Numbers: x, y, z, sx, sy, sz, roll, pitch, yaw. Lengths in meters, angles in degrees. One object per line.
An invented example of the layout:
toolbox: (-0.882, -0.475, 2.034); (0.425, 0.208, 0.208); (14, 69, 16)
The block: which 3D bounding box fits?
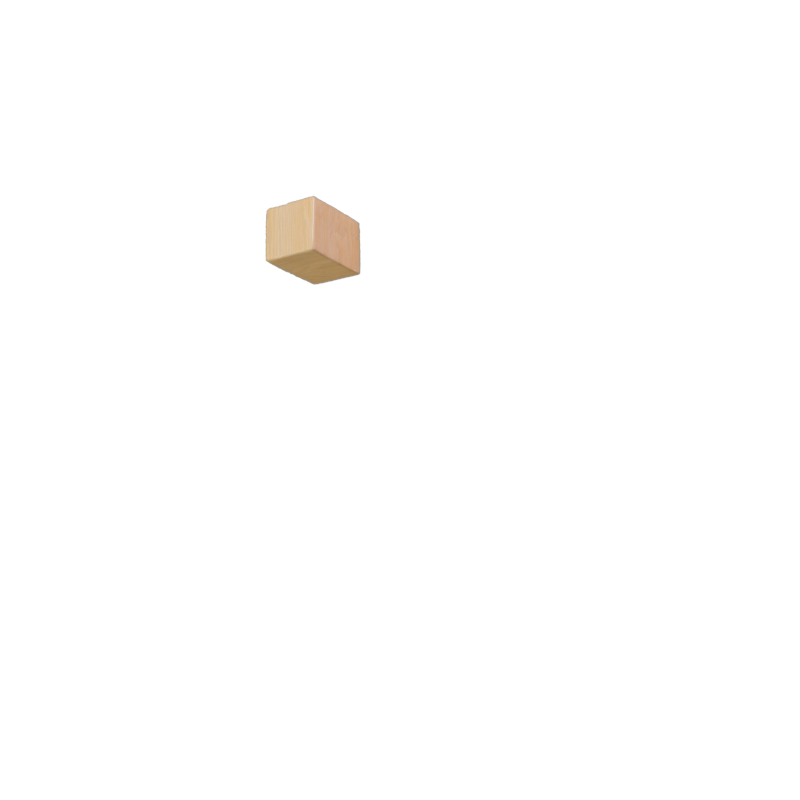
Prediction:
block: (-0.077, -0.141, 0.989); (0.054, 0.054, 0.073); (-12, -20, 30)
